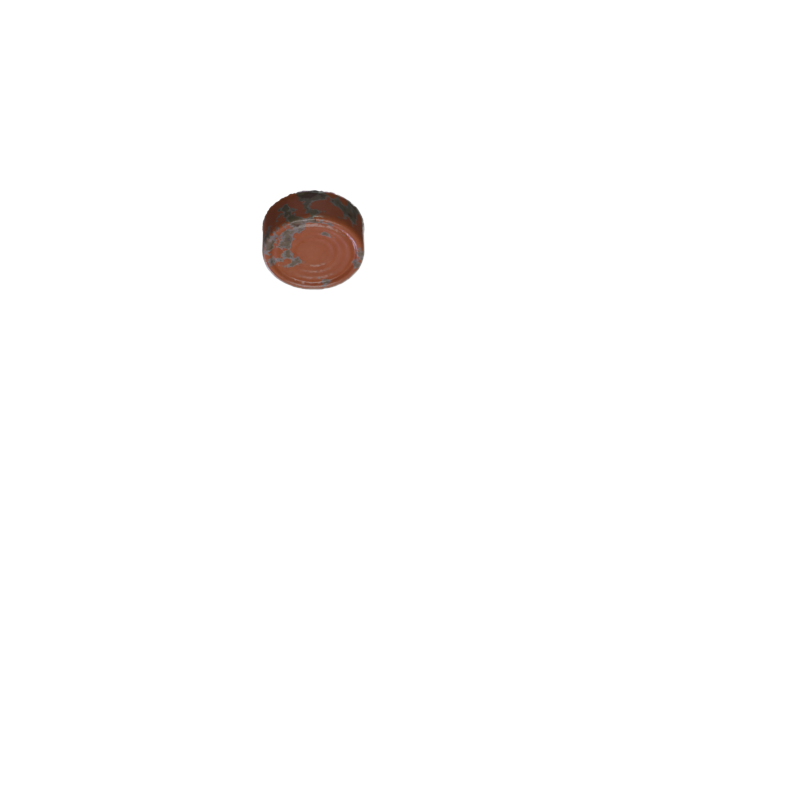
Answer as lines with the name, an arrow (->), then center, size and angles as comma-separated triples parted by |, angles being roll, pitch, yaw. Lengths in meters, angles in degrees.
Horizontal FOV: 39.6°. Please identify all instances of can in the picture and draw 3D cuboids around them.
can -> -0.072, -0.131, 0.919 | 0.086, 0.036, 0.080 | 1, -42, -1
